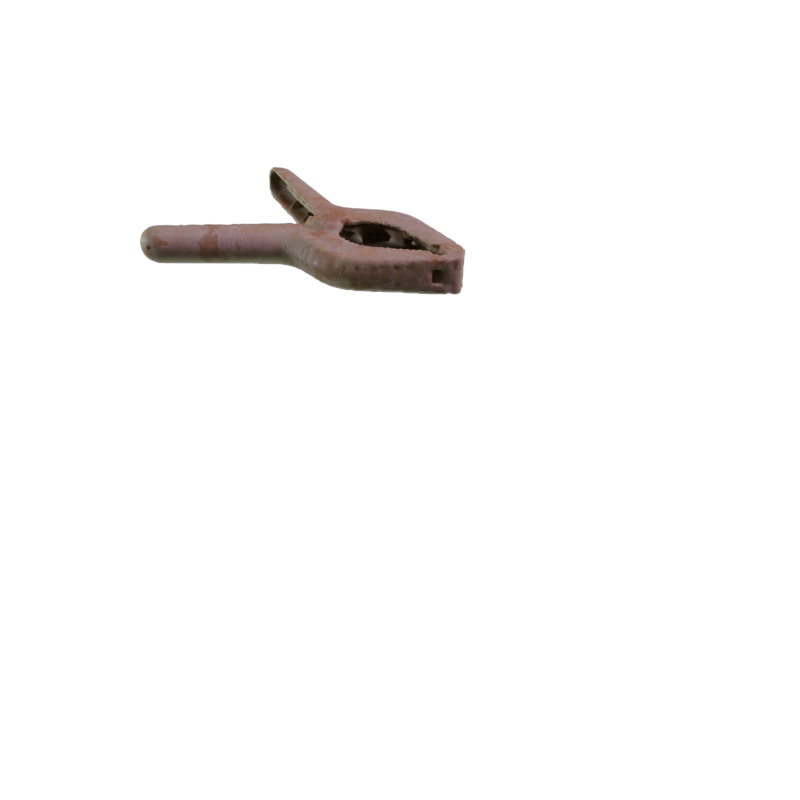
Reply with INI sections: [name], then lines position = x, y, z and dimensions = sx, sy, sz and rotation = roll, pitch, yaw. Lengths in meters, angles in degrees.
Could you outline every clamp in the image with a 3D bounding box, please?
[clamp]
position = -0.059, -0.107, 0.750
dimensions = 0.222, 0.034, 0.165
rotation = 22, 36, 32
